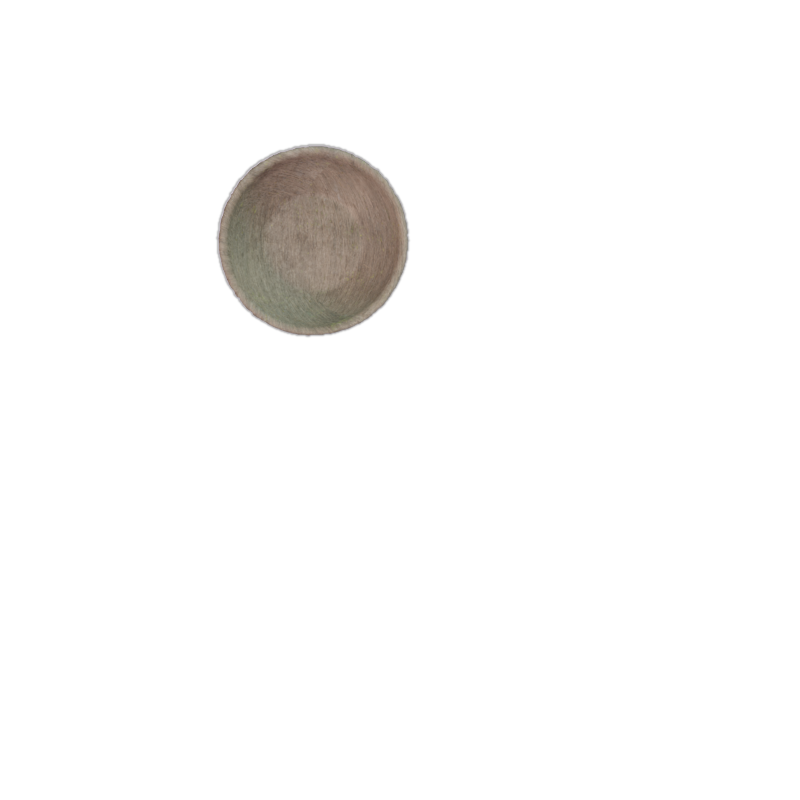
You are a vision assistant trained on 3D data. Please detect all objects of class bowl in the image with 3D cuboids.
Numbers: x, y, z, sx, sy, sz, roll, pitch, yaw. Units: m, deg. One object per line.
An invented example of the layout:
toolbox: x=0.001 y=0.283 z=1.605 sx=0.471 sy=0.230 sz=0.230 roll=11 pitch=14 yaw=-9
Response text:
bowl: x=-0.075 y=-0.137 z=0.963 sx=0.162 sy=0.163 sz=0.055 roll=0 pitch=-1 yaw=0
